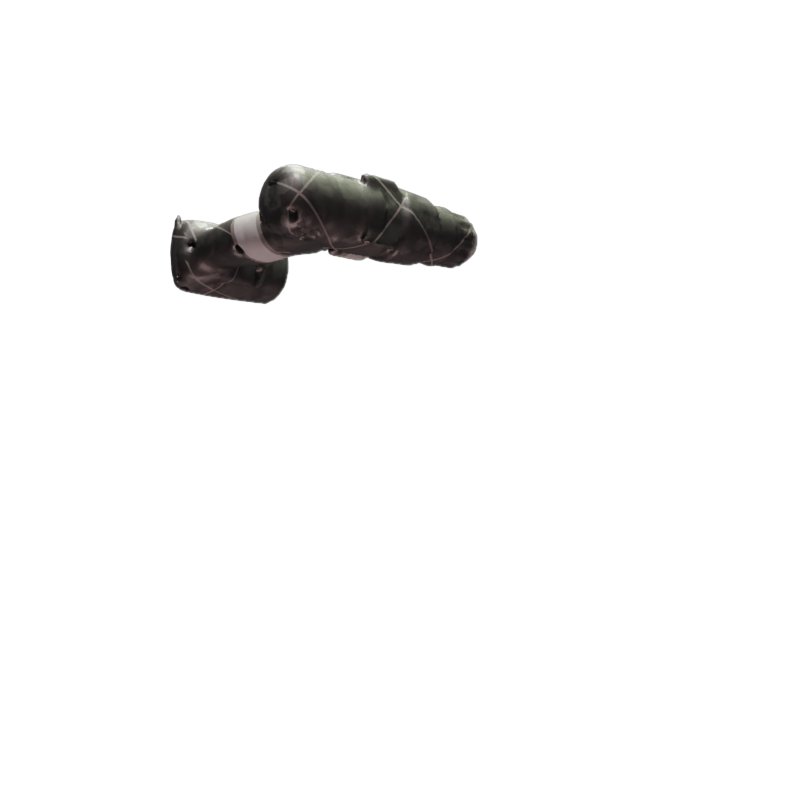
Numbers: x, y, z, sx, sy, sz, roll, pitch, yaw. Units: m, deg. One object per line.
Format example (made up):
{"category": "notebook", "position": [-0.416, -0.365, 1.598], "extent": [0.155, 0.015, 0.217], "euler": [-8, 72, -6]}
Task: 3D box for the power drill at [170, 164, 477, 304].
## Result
{"category": "power drill", "position": [-0.063, -0.115, 0.804], "extent": [0.175, 0.059, 0.191], "euler": [10, -15, -42]}
